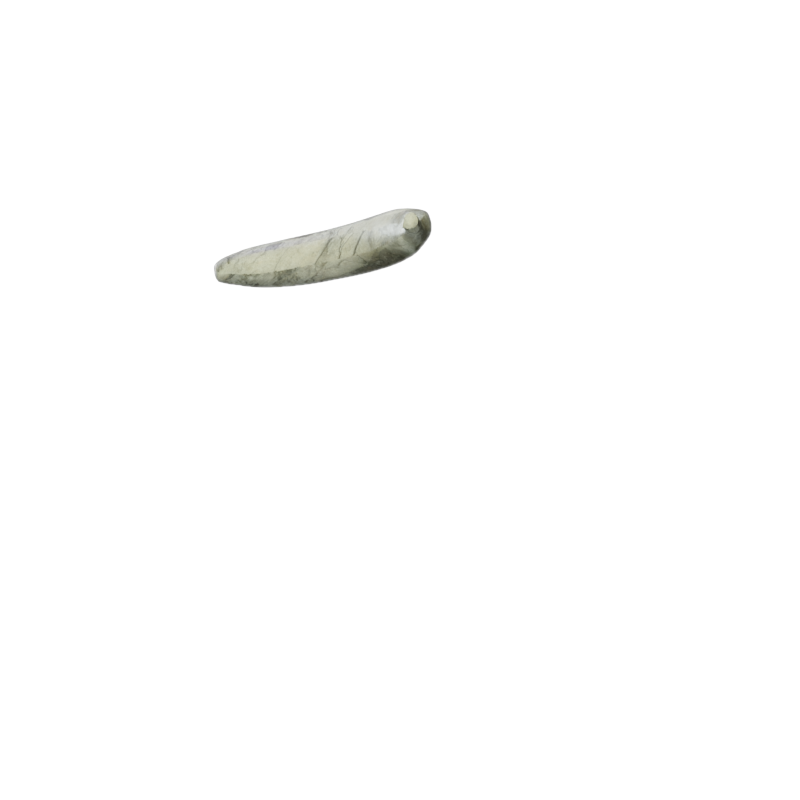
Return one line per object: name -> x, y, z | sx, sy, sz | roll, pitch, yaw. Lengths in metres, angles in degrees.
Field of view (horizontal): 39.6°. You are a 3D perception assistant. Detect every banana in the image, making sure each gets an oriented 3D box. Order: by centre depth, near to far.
banana -> -0.048, -0.112, 0.807 | 0.202, 0.038, 0.066 | -10, -17, 39
